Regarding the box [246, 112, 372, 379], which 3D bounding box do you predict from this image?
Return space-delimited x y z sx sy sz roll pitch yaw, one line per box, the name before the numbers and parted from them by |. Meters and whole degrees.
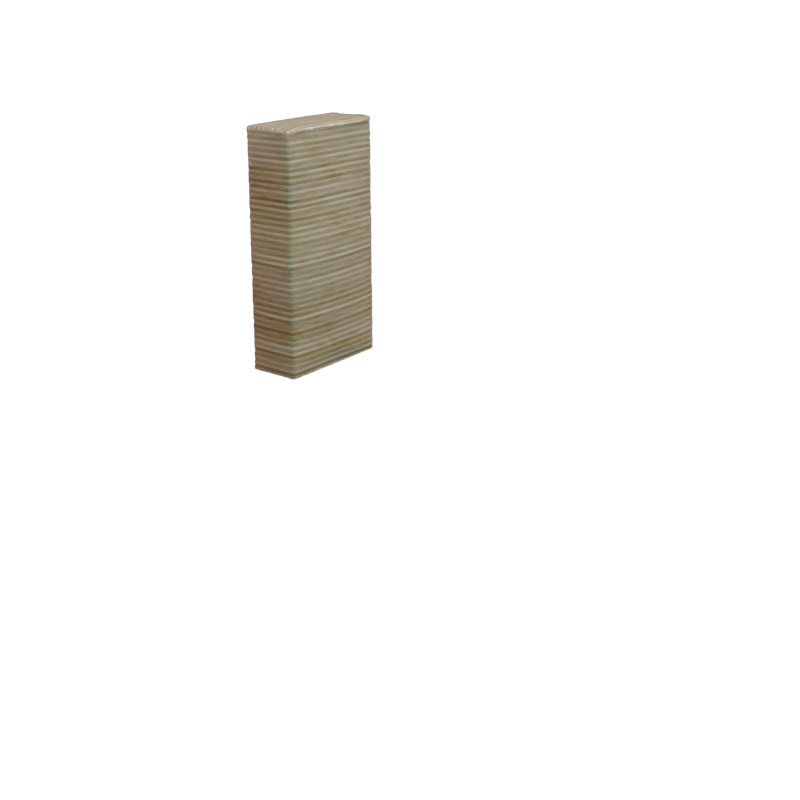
box | -0.062 -0.113 0.793 0.051 0.170 0.092 13 21 36
